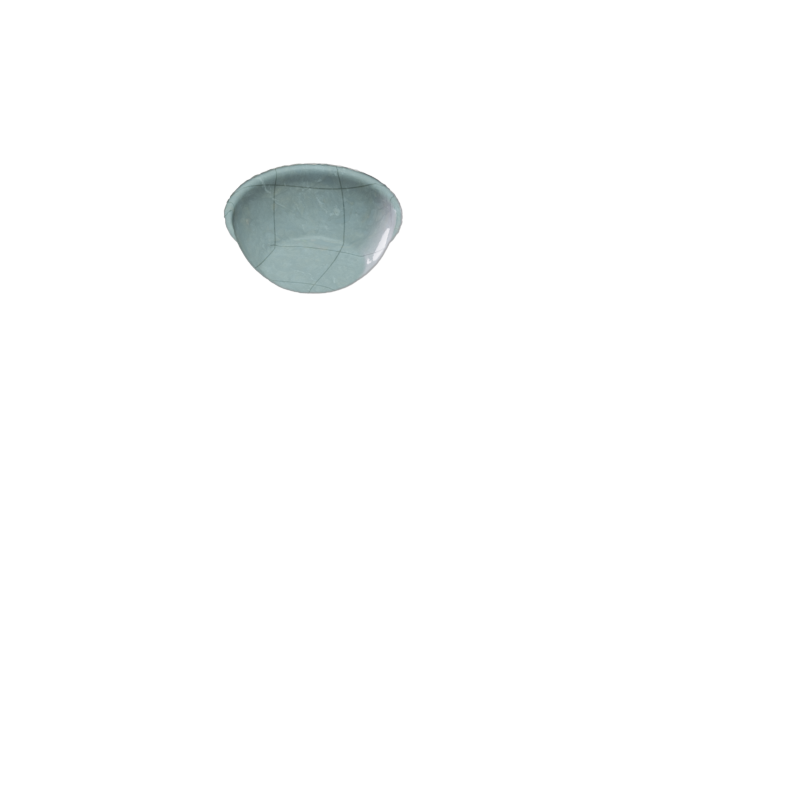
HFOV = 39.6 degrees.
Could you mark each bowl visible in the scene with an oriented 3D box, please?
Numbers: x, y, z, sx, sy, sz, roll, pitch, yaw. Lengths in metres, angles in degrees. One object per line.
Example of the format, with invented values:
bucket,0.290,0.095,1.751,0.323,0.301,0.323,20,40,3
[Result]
bowl,-0.077,-0.141,0.987,0.162,0.059,0.152,1,-29,-2
